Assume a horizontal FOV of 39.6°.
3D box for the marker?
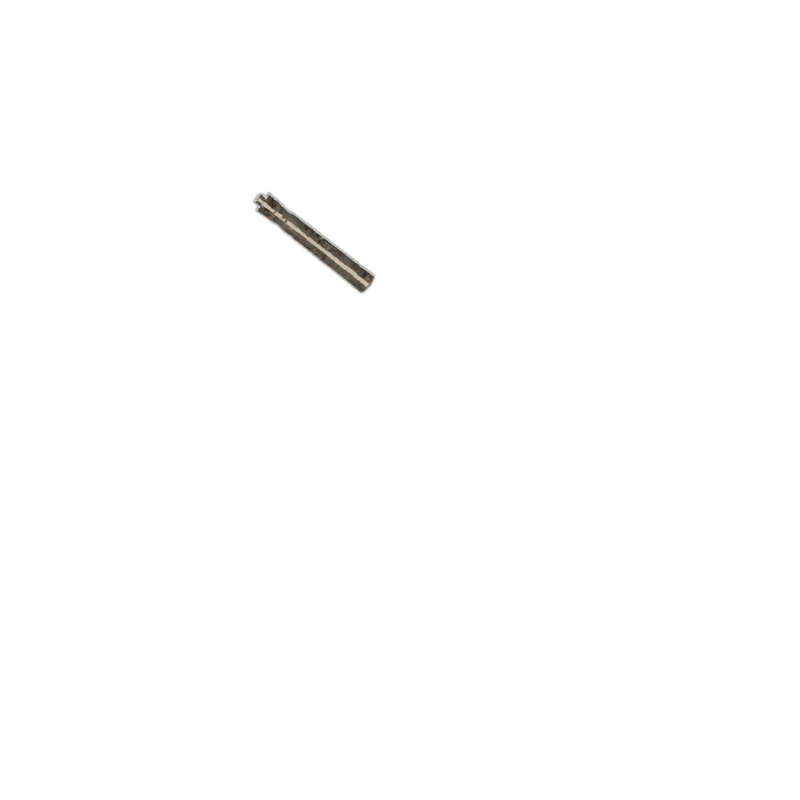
[{"bbox_3d":[-0.074,-0.134,0.940,0.118,0.020,0.020,37,-4,-8],"label":"marker"}]
